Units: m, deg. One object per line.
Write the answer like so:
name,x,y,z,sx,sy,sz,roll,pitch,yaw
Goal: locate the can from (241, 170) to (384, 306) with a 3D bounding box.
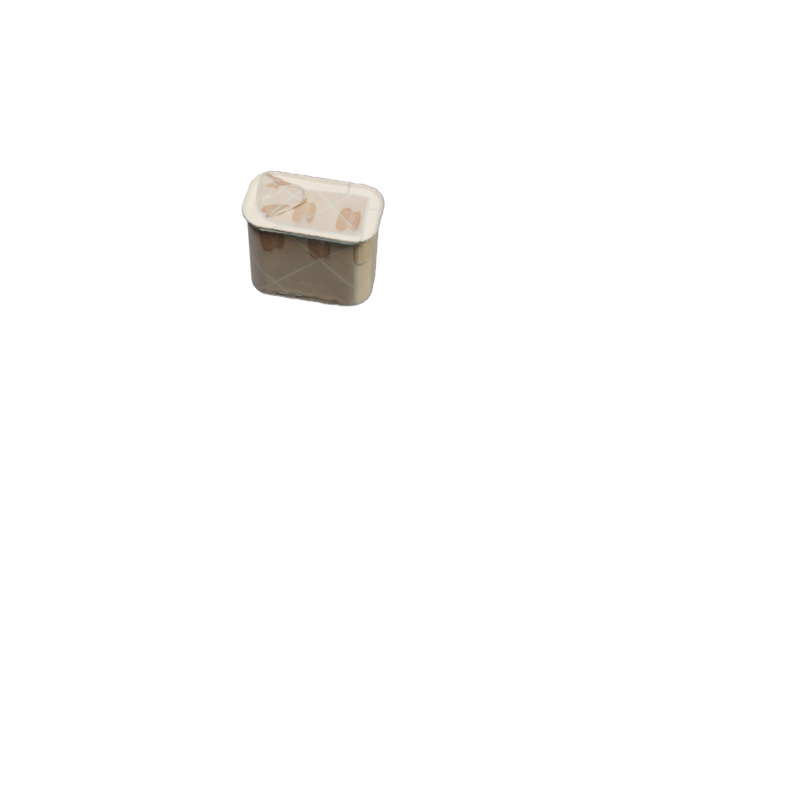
can,-0.066,-0.120,0.839,0.103,0.061,0.078,10,-37,6
